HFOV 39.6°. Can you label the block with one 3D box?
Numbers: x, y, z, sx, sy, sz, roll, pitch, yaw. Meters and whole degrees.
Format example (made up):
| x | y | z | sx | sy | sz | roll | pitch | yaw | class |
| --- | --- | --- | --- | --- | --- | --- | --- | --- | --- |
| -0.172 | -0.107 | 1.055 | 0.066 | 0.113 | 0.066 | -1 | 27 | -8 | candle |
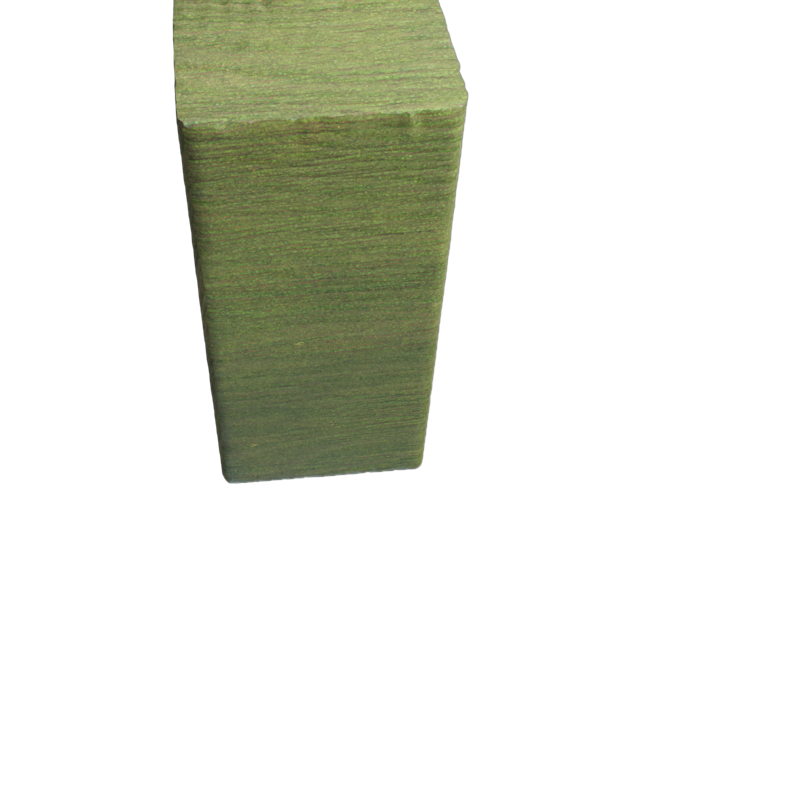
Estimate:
| x | y | z | sx | sy | sz | roll | pitch | yaw | class |
| --- | --- | --- | --- | --- | --- | --- | --- | --- | --- |
| -0.034 | -0.061 | 0.434 | 0.090 | 0.097 | 0.192 | -3 | -38 | -6 | block |
